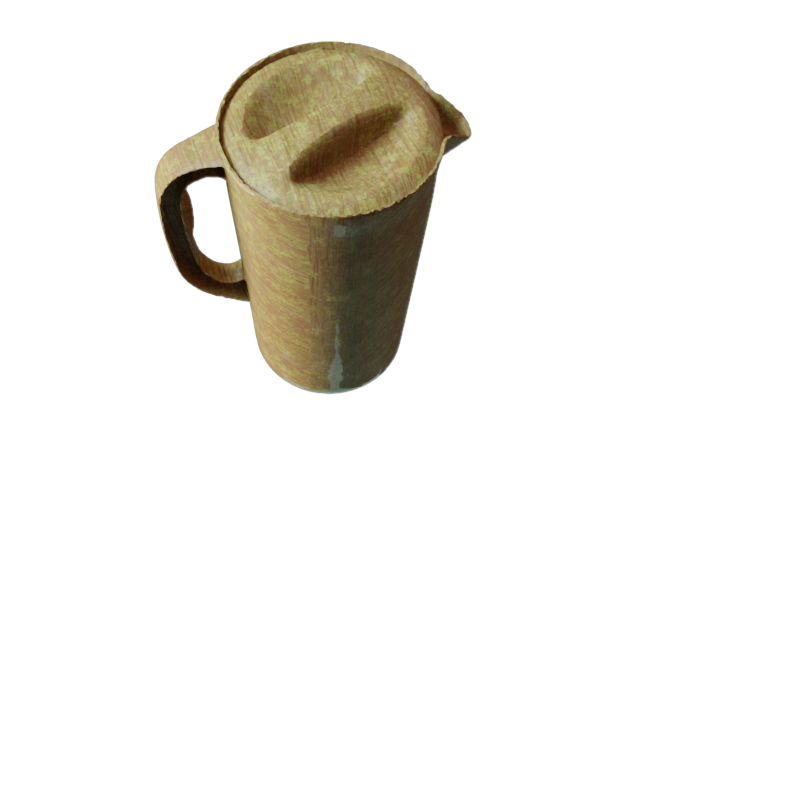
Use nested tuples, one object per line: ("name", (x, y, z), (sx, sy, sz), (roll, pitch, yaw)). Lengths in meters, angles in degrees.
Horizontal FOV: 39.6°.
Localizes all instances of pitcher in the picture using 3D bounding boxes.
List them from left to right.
("pitcher", (-0.057, -0.103, 0.724), (0.155, 0.149, 0.228), (30, -28, 14))
